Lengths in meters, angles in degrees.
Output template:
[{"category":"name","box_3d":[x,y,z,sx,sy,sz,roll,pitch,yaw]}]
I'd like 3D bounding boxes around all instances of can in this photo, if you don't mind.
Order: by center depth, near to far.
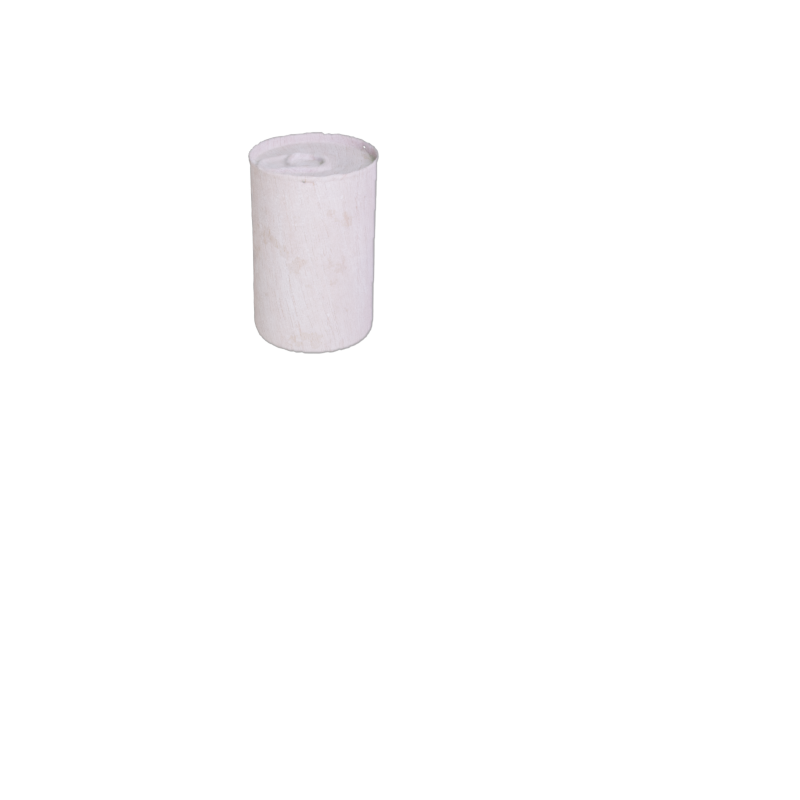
[{"category":"can","box_3d":[-0.047,-0.085,0.597,0.068,0.097,0.073,0,28,-2]}]
